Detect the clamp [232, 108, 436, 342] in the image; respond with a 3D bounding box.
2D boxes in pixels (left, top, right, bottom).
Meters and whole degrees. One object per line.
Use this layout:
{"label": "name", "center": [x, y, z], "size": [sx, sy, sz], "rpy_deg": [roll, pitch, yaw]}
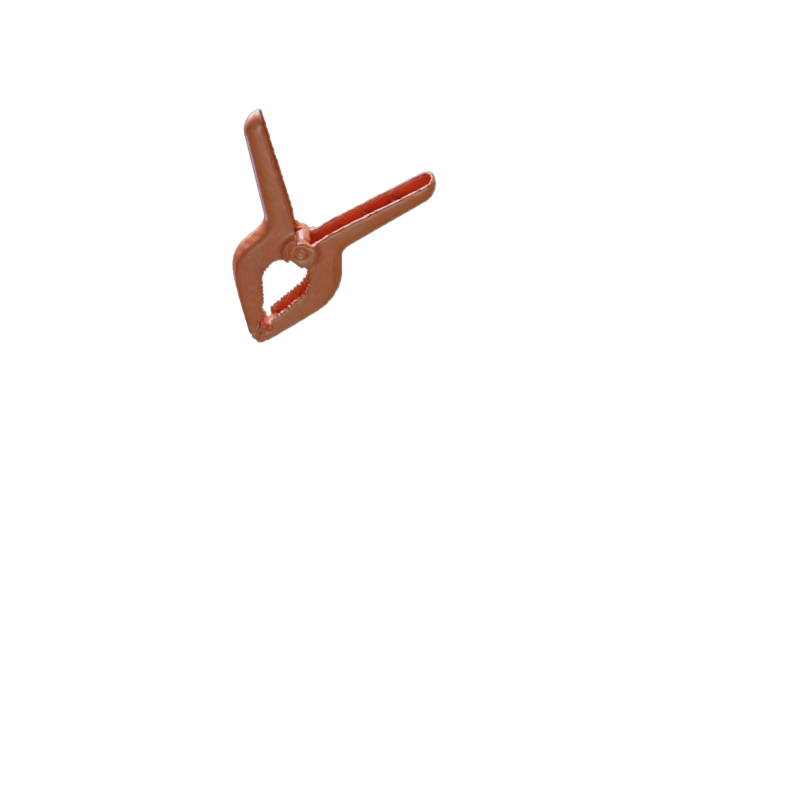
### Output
{"label": "clamp", "center": [-0.073, -0.133, 0.935], "size": [0.162, 0.200, 0.039], "rpy_deg": [15, 32, -10]}
